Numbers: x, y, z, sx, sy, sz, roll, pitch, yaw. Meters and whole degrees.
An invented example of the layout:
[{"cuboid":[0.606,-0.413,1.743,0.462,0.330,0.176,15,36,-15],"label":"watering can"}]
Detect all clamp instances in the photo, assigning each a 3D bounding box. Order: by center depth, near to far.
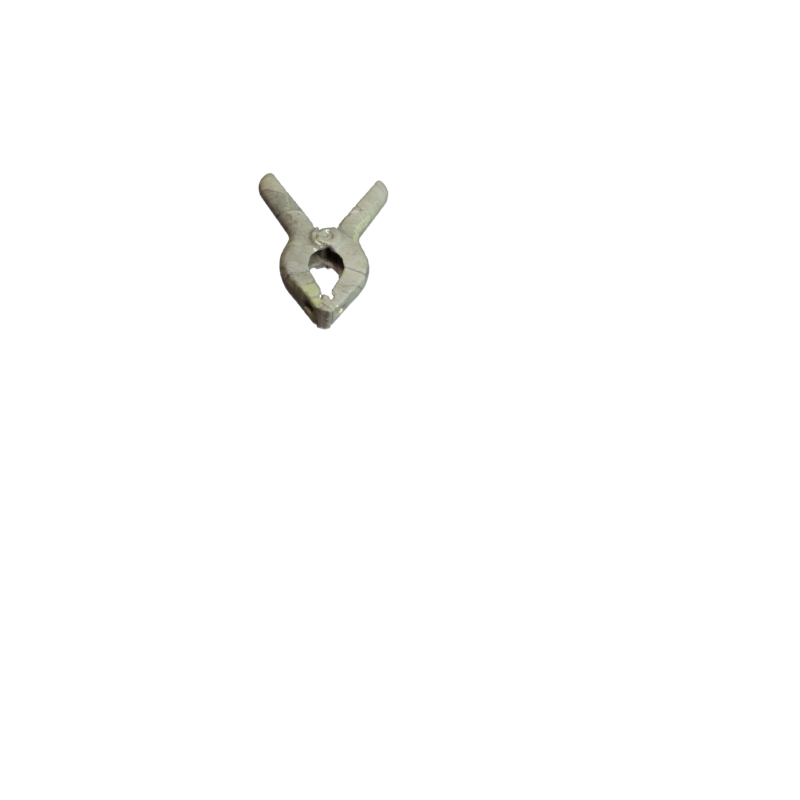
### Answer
[{"cuboid":[-0.078,-0.142,0.994,0.121,0.183,0.036,5,-41,4],"label":"clamp"}]
